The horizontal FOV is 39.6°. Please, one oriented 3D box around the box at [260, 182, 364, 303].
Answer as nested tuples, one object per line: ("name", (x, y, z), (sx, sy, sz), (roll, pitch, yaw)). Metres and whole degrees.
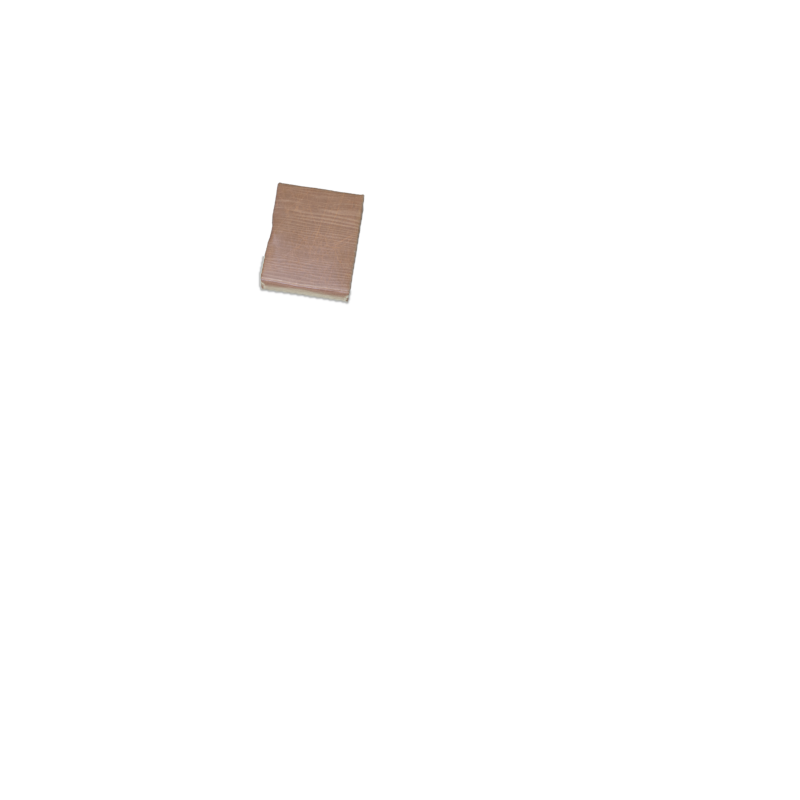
("box", (-0.071, -0.129, 0.903), (0.073, 0.093, 0.029), (8, -20, 2))
